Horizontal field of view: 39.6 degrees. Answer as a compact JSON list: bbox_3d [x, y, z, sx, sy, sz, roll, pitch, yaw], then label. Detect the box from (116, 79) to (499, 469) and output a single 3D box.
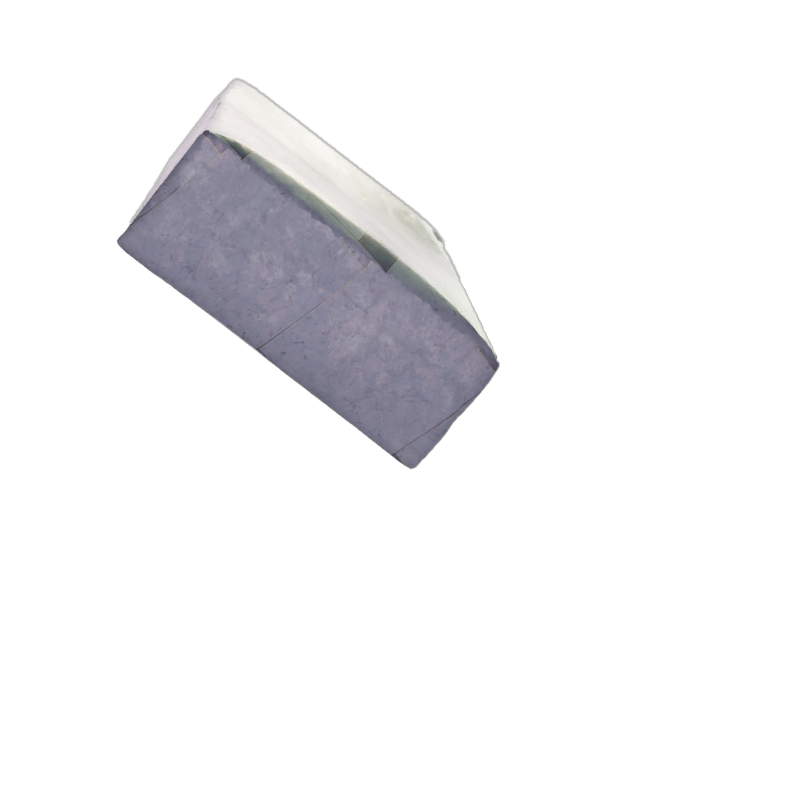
[{"bbox_3d":[-0.044,-0.080,0.562,0.160,0.071,0.223,37,15,-14],"label":"box"}]
